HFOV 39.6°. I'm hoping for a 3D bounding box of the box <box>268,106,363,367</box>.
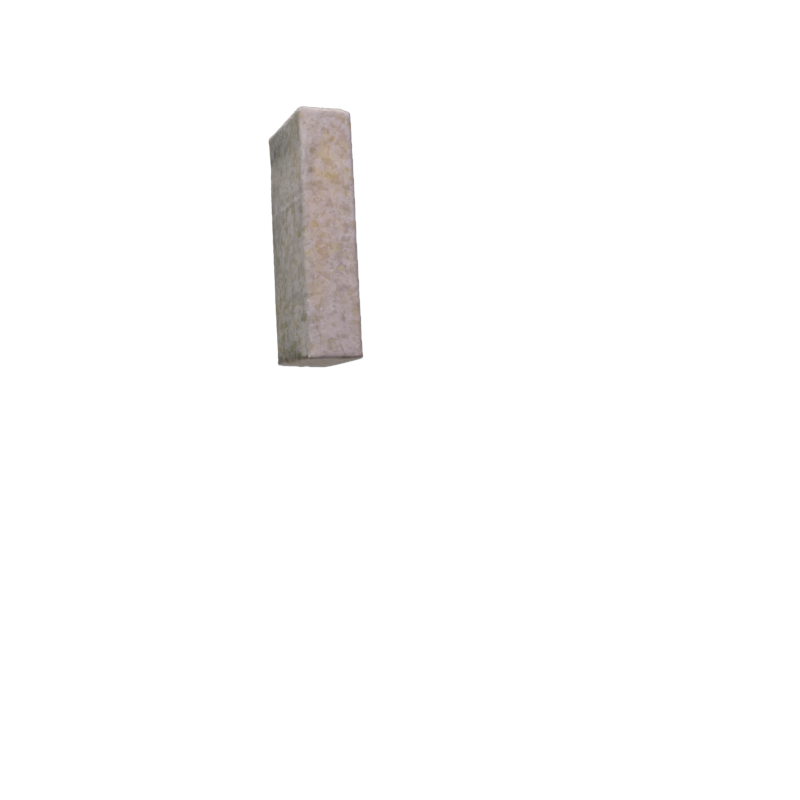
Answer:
[{"bbox_3d":[-0.062,-0.114,0.798,0.047,0.180,0.094,3,-8,-19],"label":"box"}]
